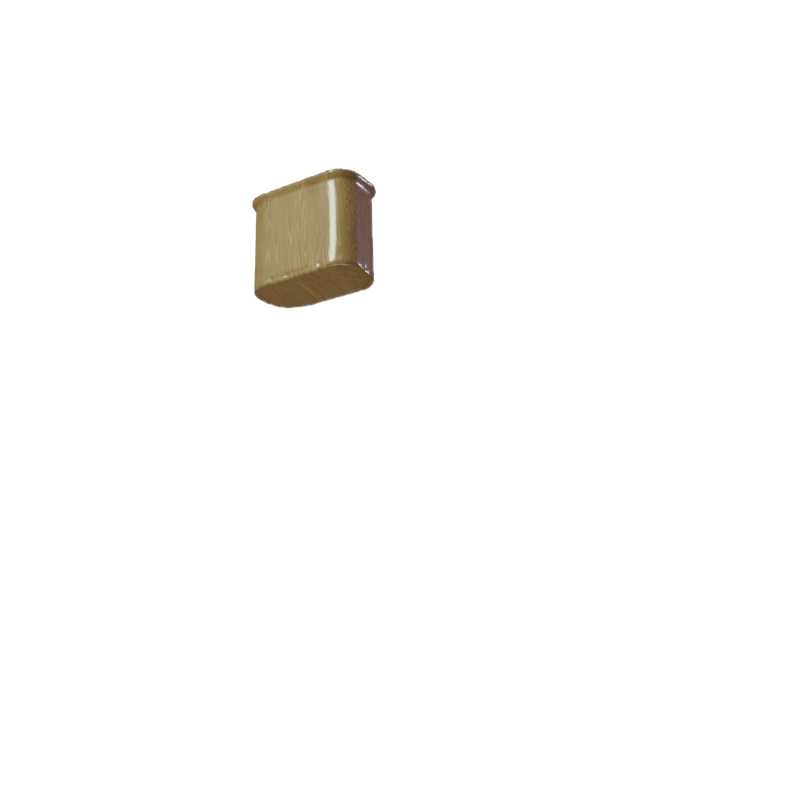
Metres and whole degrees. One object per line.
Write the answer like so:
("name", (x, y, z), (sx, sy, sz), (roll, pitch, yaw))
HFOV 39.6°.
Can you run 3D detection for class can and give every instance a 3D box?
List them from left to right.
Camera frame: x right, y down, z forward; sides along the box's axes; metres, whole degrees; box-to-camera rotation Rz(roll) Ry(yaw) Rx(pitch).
("can", (-0.069, -0.127, 0.887), (0.103, 0.089, 0.053), (-15, -28, 29))
